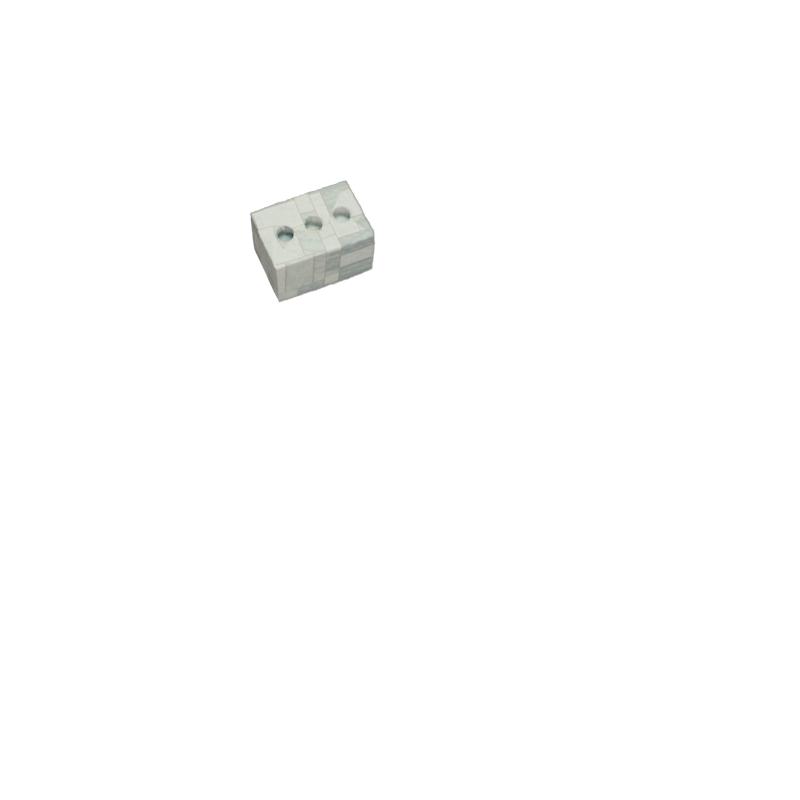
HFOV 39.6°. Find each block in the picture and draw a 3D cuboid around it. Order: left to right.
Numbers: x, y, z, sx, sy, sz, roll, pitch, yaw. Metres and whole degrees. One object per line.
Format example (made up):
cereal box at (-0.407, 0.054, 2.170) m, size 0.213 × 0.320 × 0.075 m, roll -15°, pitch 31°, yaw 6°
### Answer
block at (-0.063, -0.115, 0.806) m, size 0.077 × 0.056 × 0.048 m, roll -21°, pitch -25°, yaw -12°
